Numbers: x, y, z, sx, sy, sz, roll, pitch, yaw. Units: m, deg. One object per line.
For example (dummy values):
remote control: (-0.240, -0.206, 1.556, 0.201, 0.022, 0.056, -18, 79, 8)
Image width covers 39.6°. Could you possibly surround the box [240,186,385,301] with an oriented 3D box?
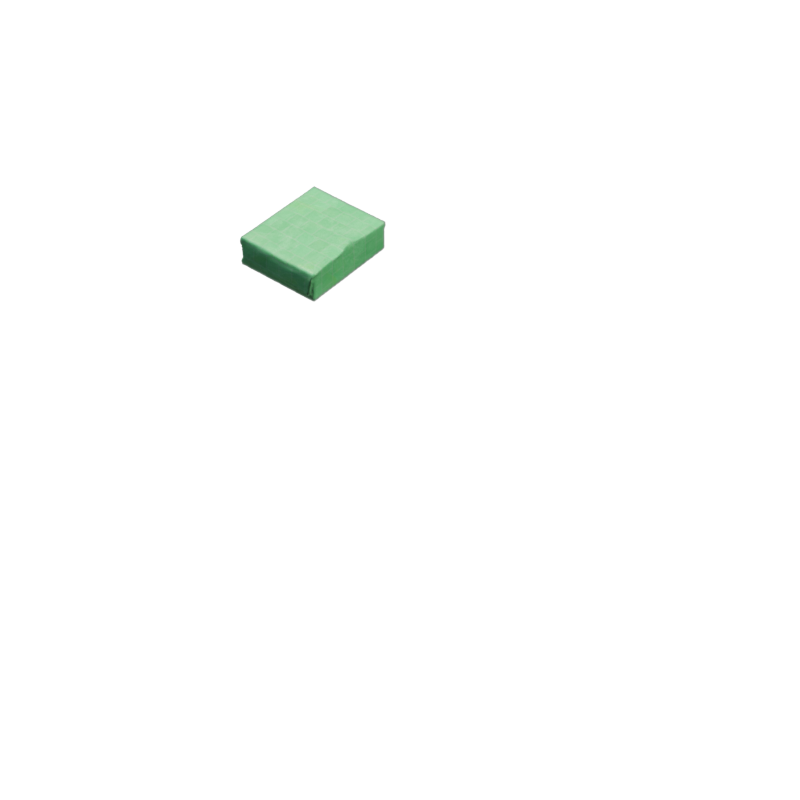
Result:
box: (-0.066, -0.121, 0.846, 0.077, 0.028, 0.090, 29, 49, 27)
